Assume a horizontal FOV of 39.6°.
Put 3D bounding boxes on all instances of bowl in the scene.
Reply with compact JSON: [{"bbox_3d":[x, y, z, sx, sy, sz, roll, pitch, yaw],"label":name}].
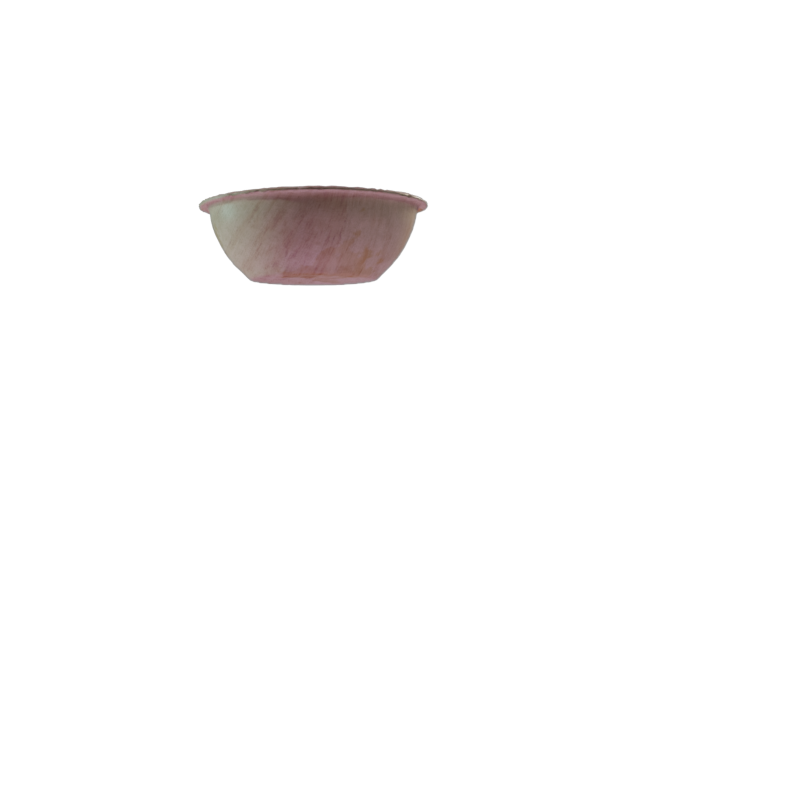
[{"bbox_3d":[-0.061,-0.112,0.782,0.162,0.056,0.161,0,0,-2],"label":"bowl"}]
